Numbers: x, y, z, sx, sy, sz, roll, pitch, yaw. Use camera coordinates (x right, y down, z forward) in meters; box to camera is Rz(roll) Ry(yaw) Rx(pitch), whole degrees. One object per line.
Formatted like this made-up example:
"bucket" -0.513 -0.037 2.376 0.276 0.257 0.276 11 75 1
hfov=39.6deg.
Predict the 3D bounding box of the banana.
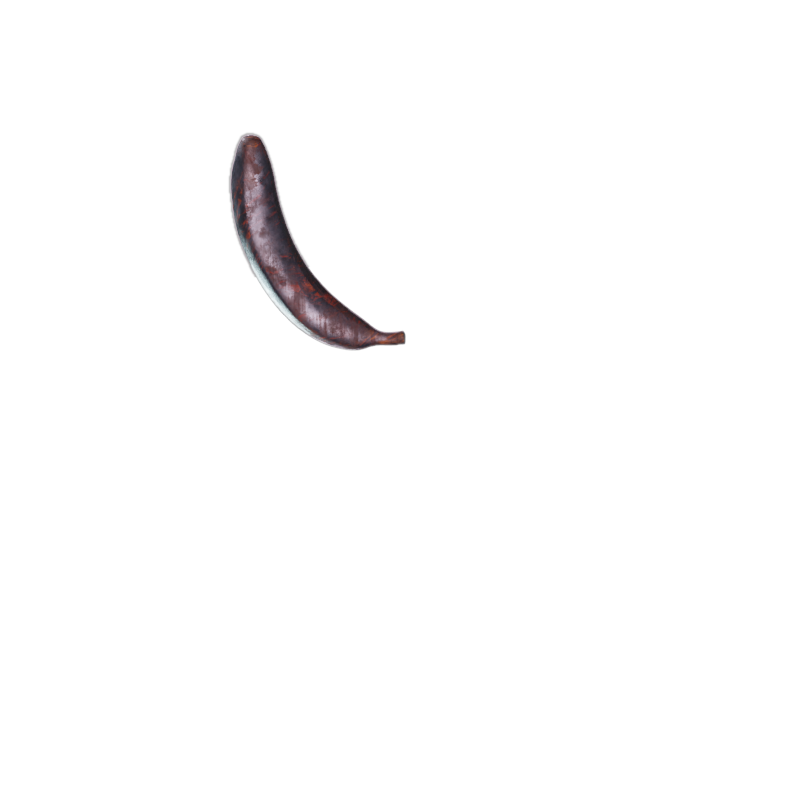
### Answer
"banana" -0.078 -0.106 0.835 0.069 0.191 0.038 -35 14 10
